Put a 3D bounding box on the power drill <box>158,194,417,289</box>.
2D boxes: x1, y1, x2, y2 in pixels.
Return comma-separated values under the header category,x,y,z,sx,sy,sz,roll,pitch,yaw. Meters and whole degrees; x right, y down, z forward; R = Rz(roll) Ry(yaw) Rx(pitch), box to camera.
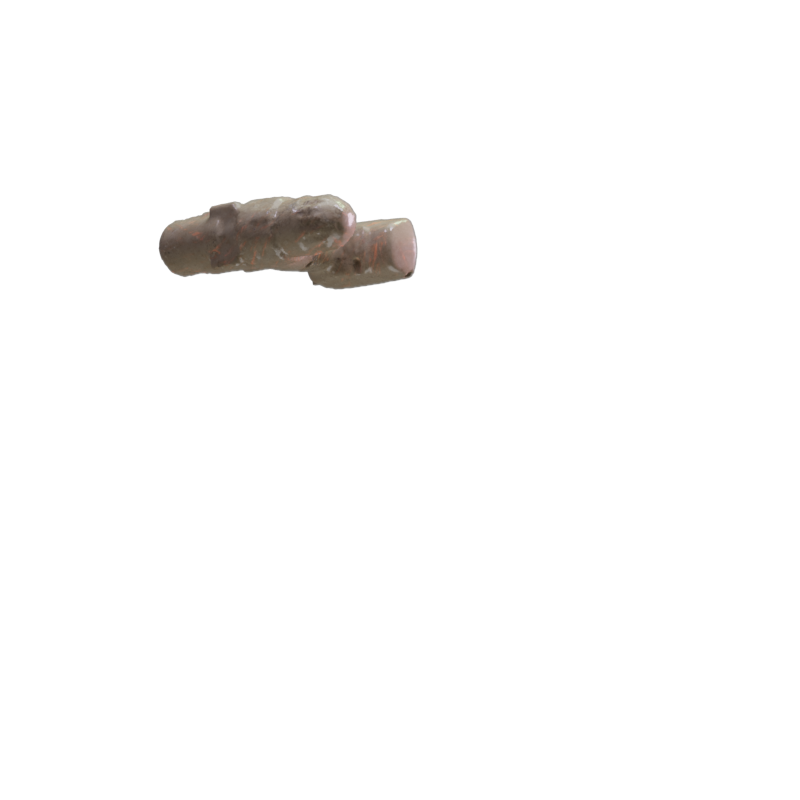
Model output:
category,x,y,z,sx,sy,sz,roll,pitch,yaw
power drill,-0.069,-0.126,0.882,0.191,0.058,0.179,-1,-1,38
